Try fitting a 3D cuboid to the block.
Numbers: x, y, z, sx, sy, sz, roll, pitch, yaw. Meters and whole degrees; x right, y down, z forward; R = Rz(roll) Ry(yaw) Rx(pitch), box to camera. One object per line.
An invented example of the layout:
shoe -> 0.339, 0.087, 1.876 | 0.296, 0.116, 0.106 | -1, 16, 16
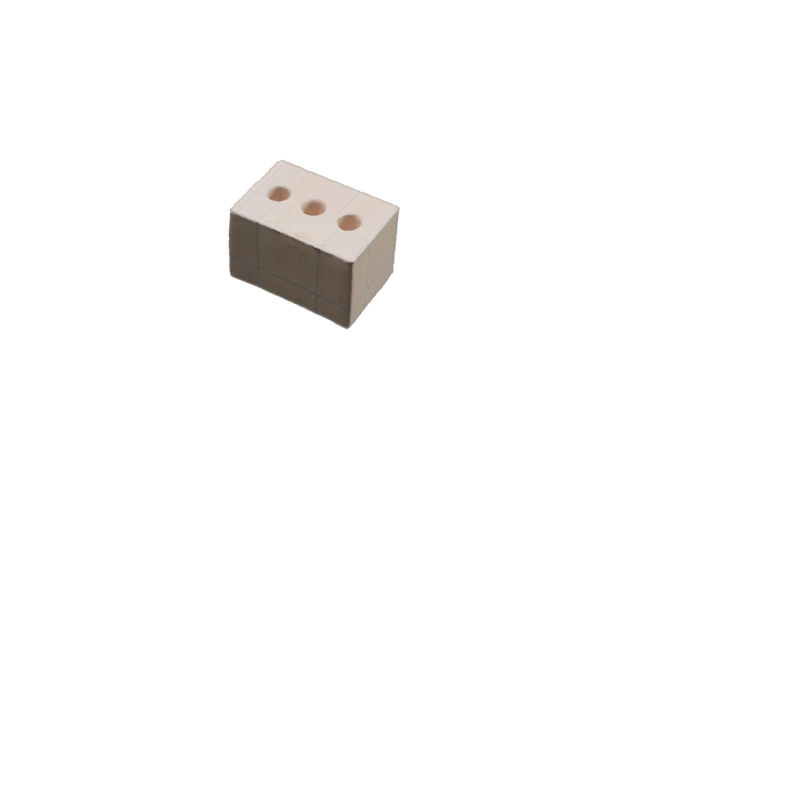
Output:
block -> -0.047, -0.085, 0.598 | 0.081, 0.048, 0.054 | 24, 51, 20
